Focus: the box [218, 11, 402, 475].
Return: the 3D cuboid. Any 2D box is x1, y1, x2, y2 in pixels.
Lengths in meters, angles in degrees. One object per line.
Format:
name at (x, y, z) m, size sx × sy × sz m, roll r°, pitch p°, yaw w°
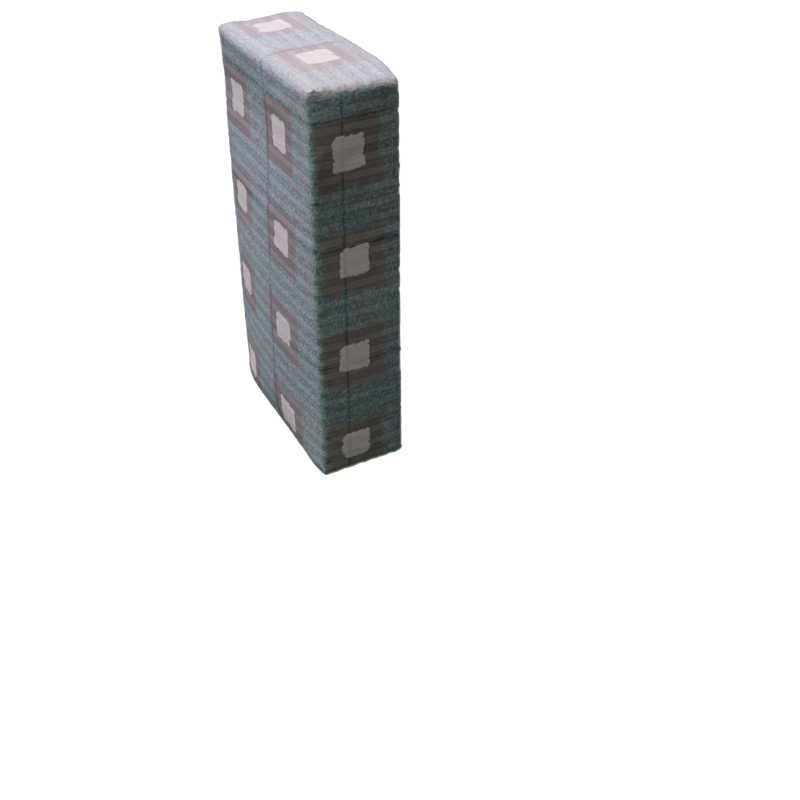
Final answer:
box at (-0.037, -0.068, 0.475) m, size 0.047 × 0.166 × 0.101 m, roll -13°, pitch 34°, yaw -24°
